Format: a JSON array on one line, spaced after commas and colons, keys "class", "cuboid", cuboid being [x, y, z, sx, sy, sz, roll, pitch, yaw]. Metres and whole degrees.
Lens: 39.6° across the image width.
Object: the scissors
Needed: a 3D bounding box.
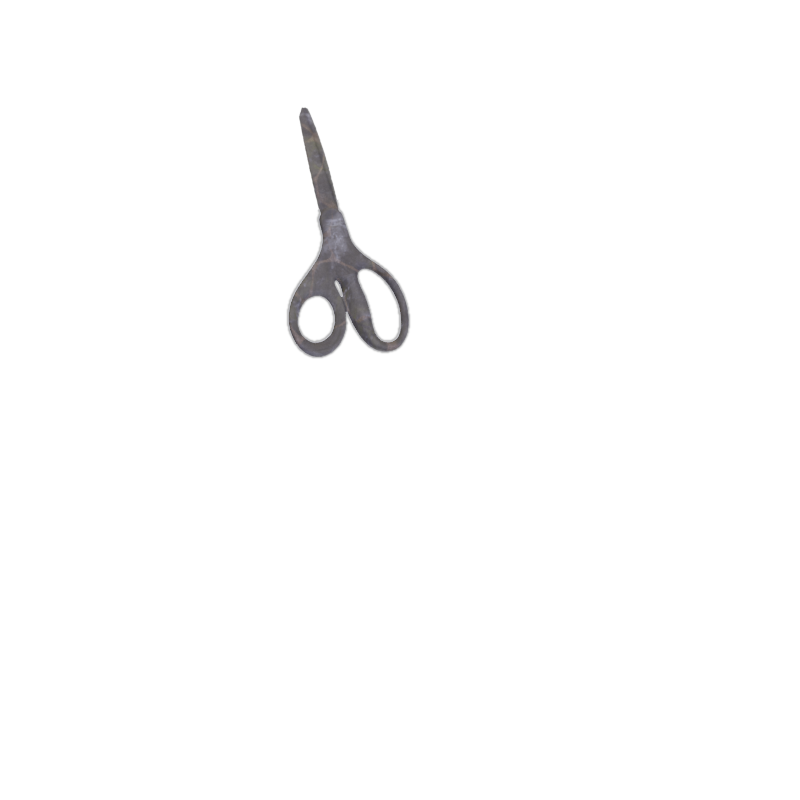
[{"class": "scissors", "cuboid": [-0.065, -0.118, 0.828, 0.096, 0.211, 0.015, -27, -16, -9]}]
